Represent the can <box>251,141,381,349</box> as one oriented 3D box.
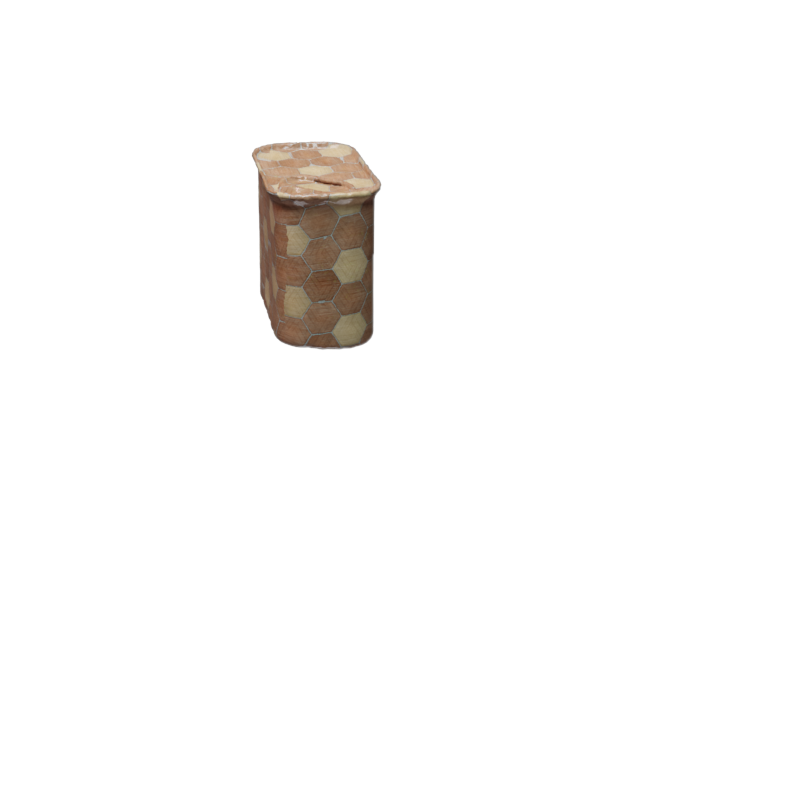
[{"bbox_3d":[-0.046,-0.084,0.587,0.057,0.080,0.108,-4,24,-11],"label":"can"}]
